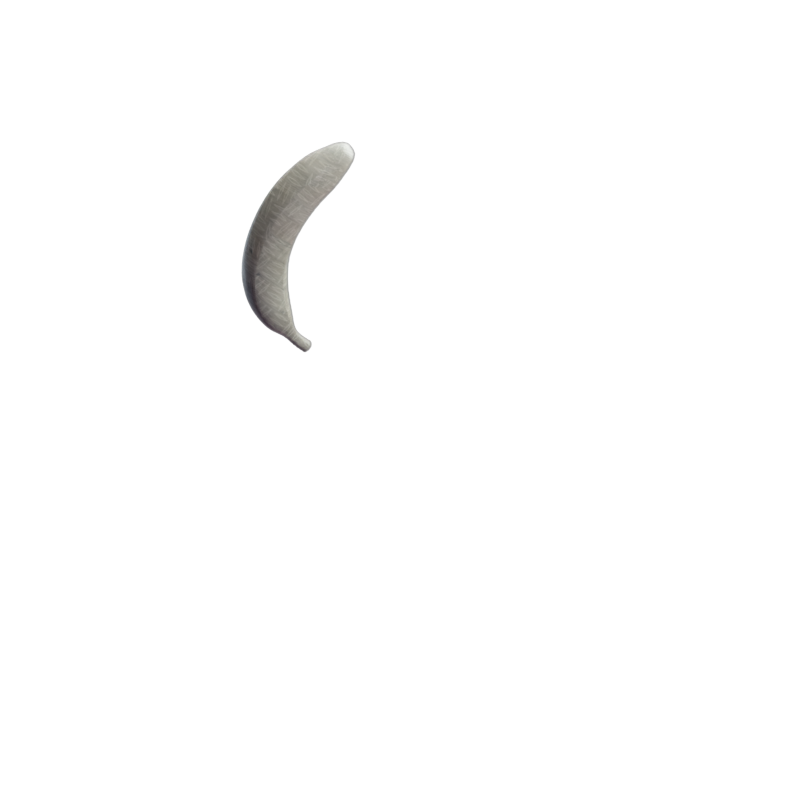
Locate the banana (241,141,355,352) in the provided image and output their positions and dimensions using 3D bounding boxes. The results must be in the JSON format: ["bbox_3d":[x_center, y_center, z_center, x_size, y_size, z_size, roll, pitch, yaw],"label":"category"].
[{"bbox_3d":[-0.088,-0.125,0.880,0.069,0.187,0.039,10,38,-9],"label":"banana"}]
